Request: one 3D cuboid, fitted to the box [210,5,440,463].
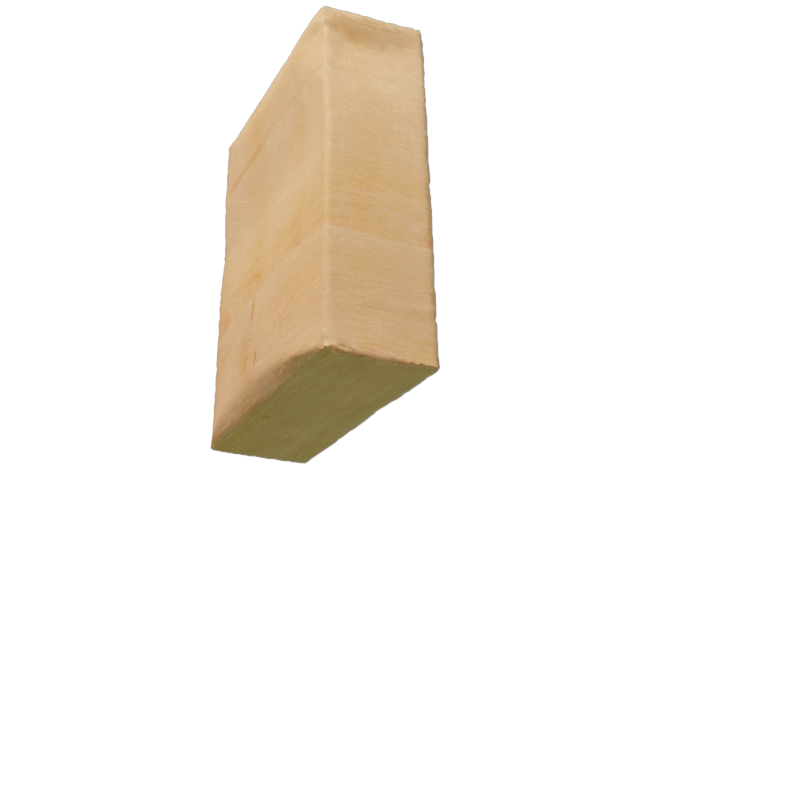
[{"bbox_3d":[-0.050,-0.091,0.640,0.069,0.227,0.161,12,-28,-25],"label":"box"}]
